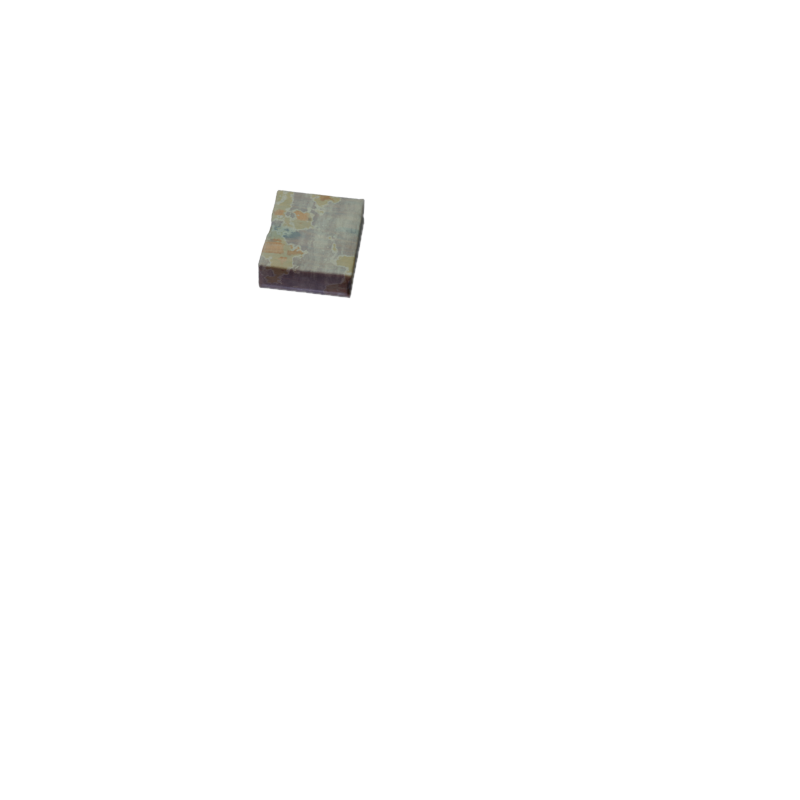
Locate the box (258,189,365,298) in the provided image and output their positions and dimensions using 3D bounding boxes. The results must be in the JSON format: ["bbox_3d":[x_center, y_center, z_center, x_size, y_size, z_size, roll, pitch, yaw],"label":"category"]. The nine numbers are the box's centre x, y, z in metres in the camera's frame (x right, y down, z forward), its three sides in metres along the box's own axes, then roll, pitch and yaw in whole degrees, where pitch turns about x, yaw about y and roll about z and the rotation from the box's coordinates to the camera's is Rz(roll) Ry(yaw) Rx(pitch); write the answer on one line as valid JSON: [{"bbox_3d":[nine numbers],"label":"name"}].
[{"bbox_3d":[-0.069,-0.126,0.880,0.074,0.095,0.028,6,-40,4],"label":"box"}]
